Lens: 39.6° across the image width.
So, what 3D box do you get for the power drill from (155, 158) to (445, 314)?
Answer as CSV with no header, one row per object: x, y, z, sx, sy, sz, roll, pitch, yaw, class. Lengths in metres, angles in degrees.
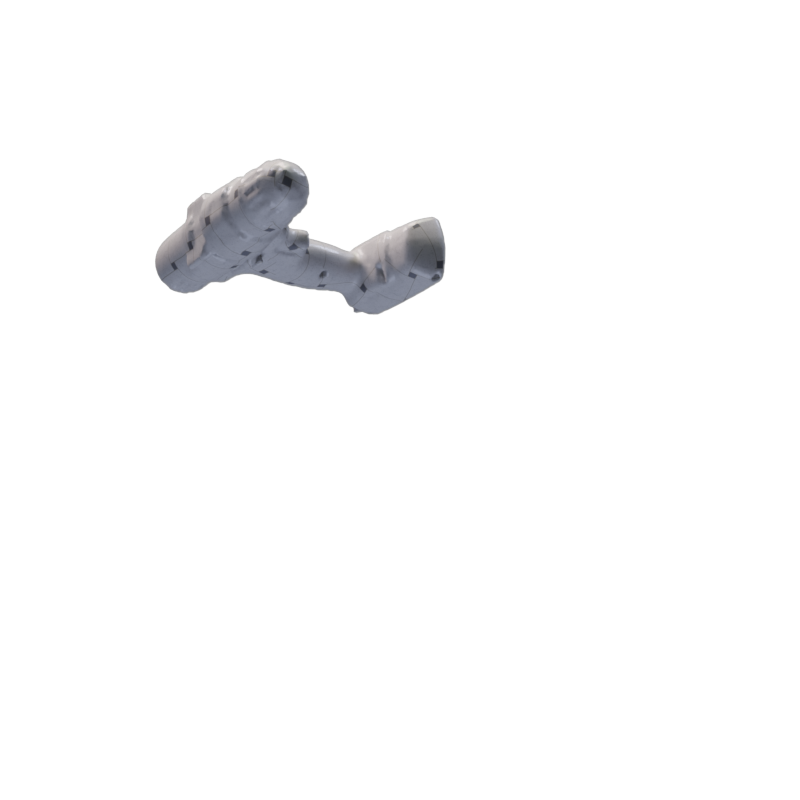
-0.063,-0.115,0.803,0.179,0.060,0.185,9,-16,-32,power drill
